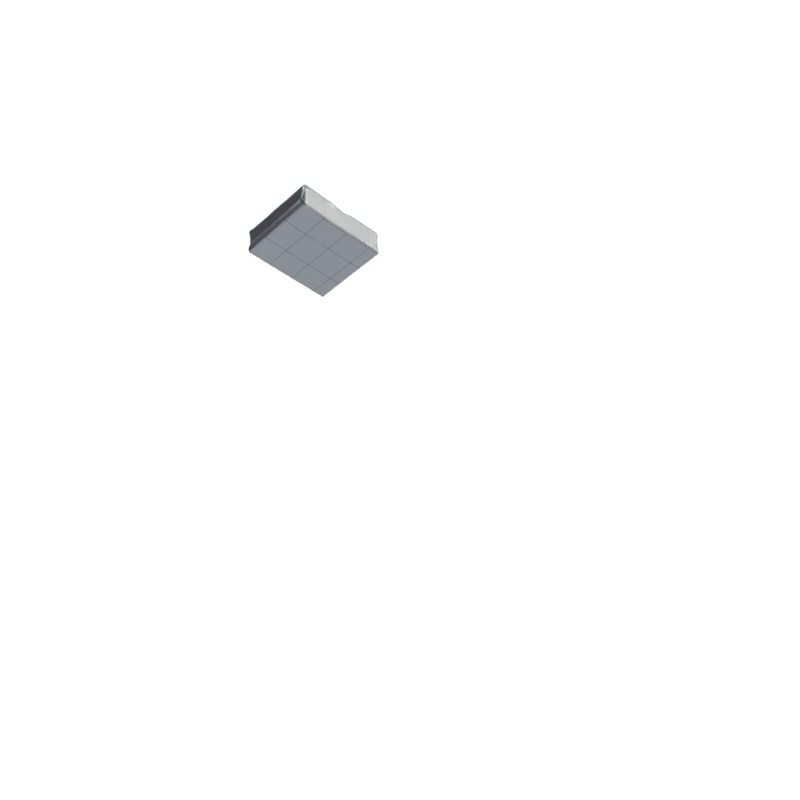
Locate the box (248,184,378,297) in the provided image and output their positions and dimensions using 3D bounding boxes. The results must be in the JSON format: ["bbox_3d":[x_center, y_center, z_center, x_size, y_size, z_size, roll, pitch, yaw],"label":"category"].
[{"bbox_3d":[-0.075,-0.137,0.960,0.084,0.032,0.072,32,-52,-30],"label":"box"}]
